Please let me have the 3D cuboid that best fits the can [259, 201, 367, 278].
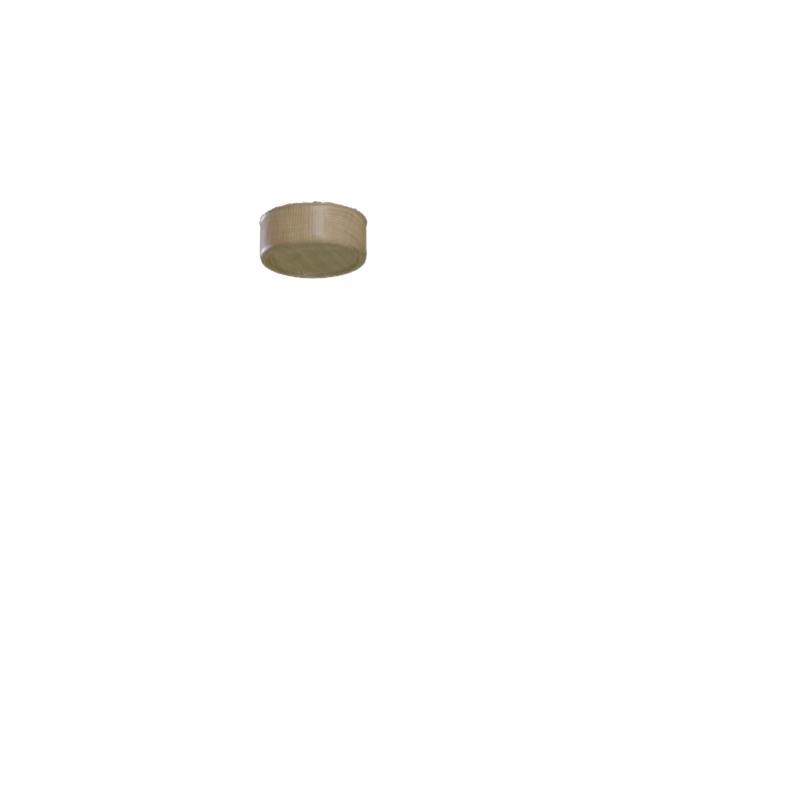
[{"bbox_3d":[-0.069,-0.125,0.875,0.086,0.035,0.082,0,-15,-2],"label":"can"}]
